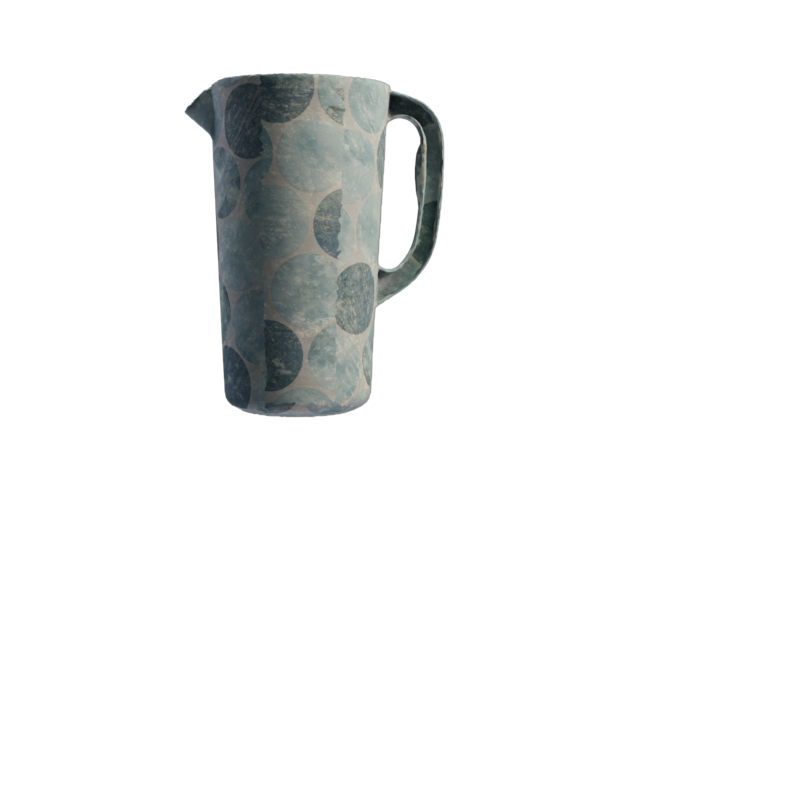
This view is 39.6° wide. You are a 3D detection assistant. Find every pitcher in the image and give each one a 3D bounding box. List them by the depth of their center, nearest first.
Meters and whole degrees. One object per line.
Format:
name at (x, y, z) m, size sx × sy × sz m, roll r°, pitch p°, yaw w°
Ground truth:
pitcher at (-0.064, -0.116, 0.812) m, size 0.155 × 0.242 × 0.140 m, roll 3°, pitch 5°, yaw 41°
